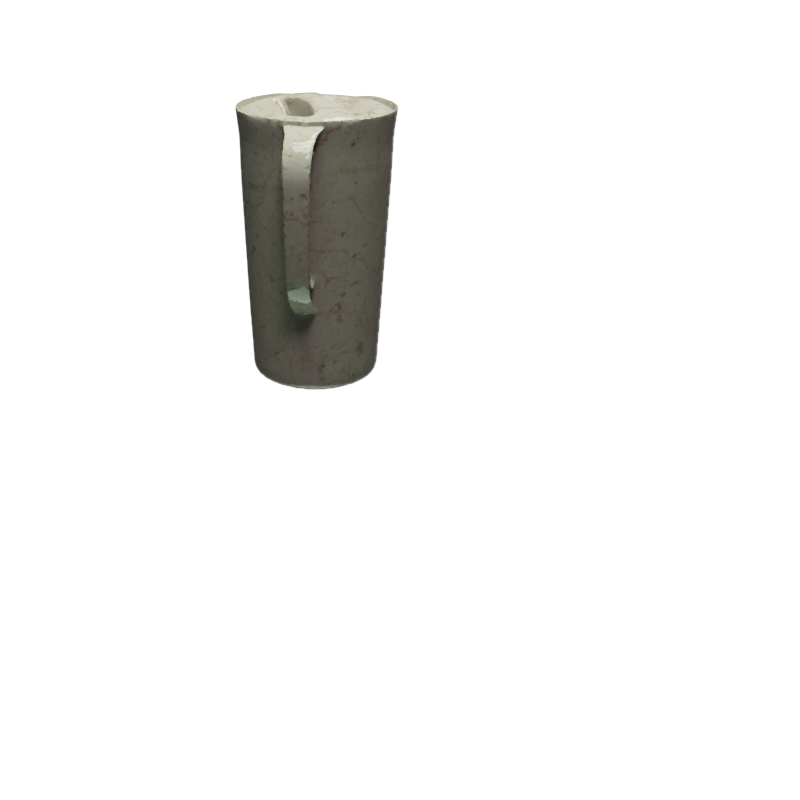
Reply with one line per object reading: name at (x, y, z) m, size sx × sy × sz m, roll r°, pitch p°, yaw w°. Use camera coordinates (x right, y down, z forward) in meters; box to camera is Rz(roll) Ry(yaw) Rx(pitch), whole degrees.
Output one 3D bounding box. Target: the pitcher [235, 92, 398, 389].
pitcher at (-0.073, -0.133, 0.935) m, size 0.146 × 0.233 × 0.154 m, roll -15°, pitch 25°, yaw -38°
